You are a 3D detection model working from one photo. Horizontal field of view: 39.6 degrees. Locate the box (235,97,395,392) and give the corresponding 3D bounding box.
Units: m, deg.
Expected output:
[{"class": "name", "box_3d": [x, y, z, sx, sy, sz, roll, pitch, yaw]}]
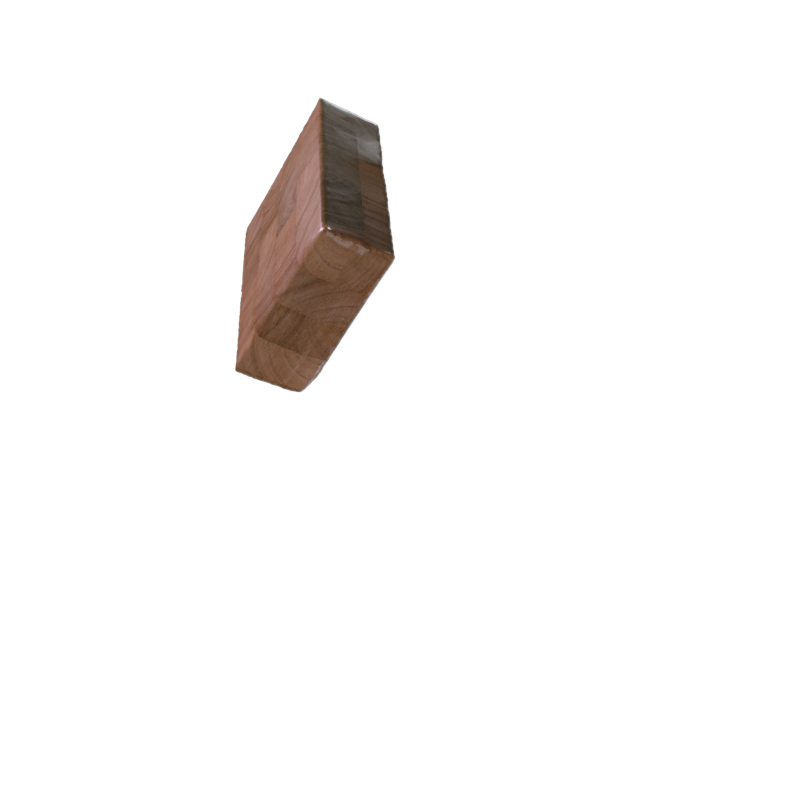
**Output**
[{"class": "box", "box_3d": [-0.076, -0.138, 0.966, 0.069, 0.159, 0.229, 22, 35, -21]}]
